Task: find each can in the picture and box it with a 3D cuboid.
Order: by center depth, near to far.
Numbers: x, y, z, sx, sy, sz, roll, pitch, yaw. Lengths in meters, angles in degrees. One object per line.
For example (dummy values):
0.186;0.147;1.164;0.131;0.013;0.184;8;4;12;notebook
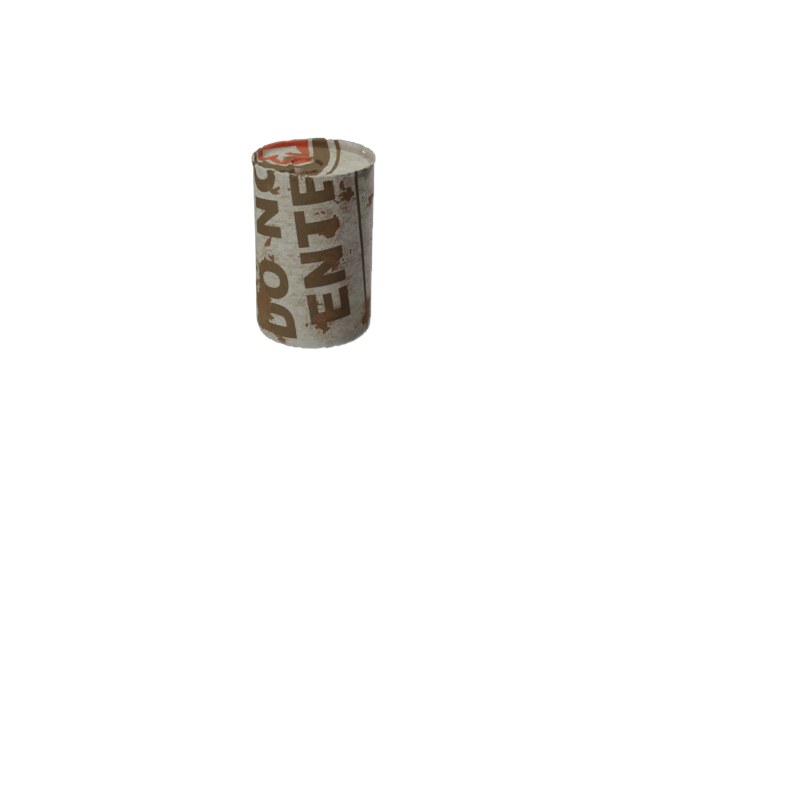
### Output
-0.049;-0.089;0.623;0.068;0.097;0.072;0;25;-2;can
